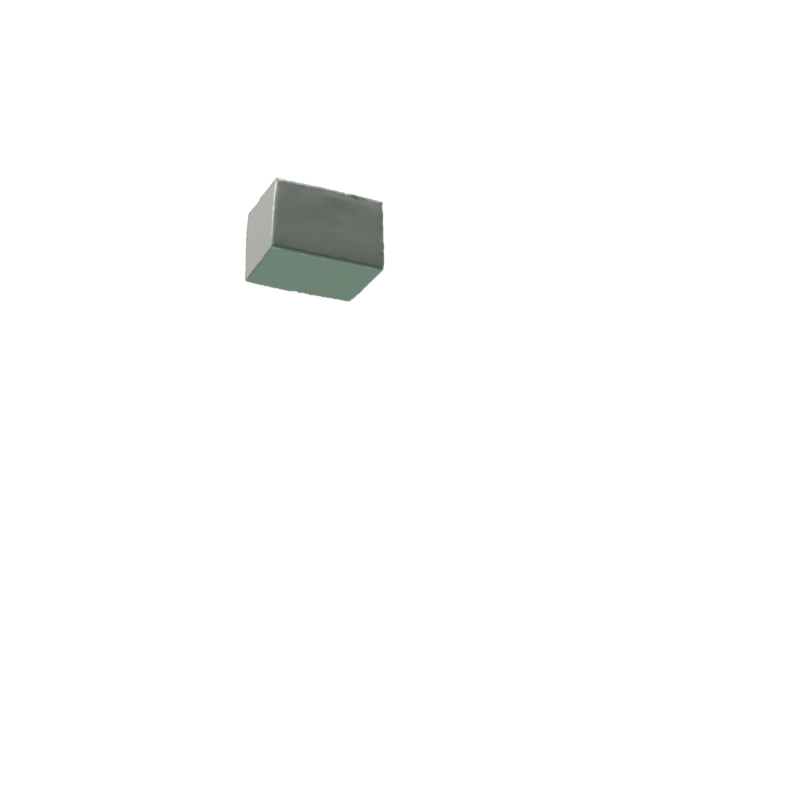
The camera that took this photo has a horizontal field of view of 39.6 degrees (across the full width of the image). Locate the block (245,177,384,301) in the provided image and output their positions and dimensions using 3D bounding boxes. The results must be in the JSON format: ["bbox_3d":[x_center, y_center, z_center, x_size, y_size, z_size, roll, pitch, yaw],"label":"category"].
[{"bbox_3d":[-0.056,-0.102,0.716,0.075,0.054,0.052,10,-27,-23],"label":"block"}]
